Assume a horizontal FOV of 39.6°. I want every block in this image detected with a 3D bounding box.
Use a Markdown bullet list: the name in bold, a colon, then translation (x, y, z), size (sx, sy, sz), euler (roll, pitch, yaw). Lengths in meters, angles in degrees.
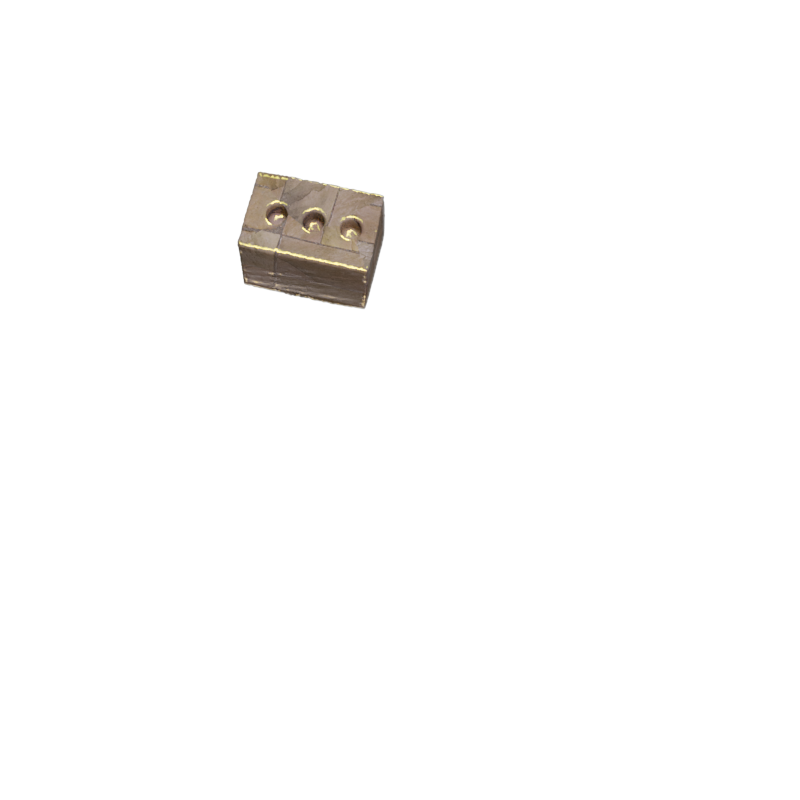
- **block**: translation (-0.051, -0.093, 0.654), size (0.079, 0.055, 0.048), euler (11, -25, 4)
